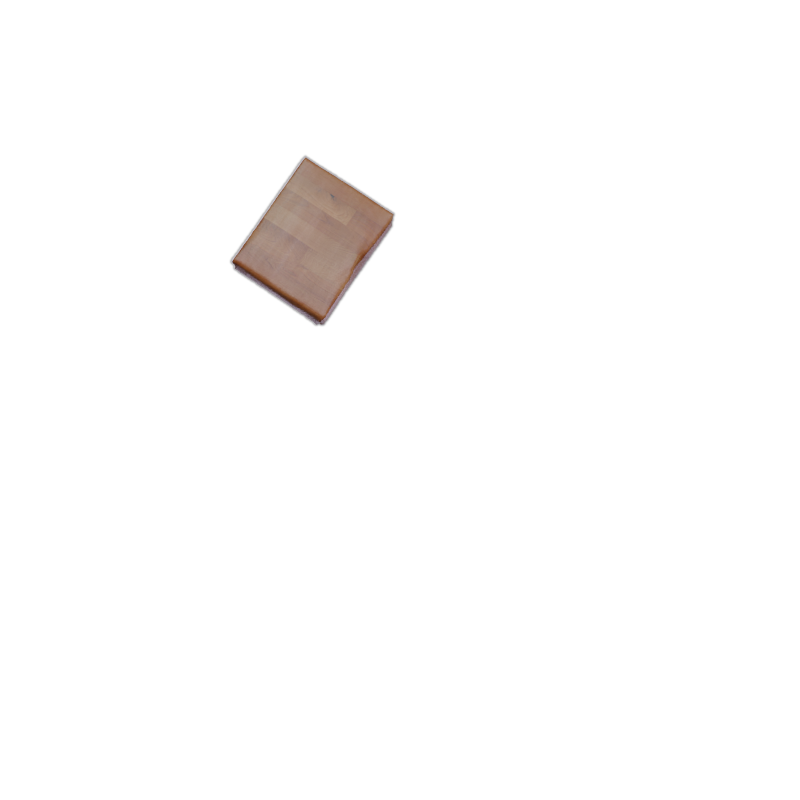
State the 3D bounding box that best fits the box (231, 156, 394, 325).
[{"bbox_3d":[-0.058,-0.105,0.739,0.075,0.091,0.029,33,-12,7],"label":"box"}]
